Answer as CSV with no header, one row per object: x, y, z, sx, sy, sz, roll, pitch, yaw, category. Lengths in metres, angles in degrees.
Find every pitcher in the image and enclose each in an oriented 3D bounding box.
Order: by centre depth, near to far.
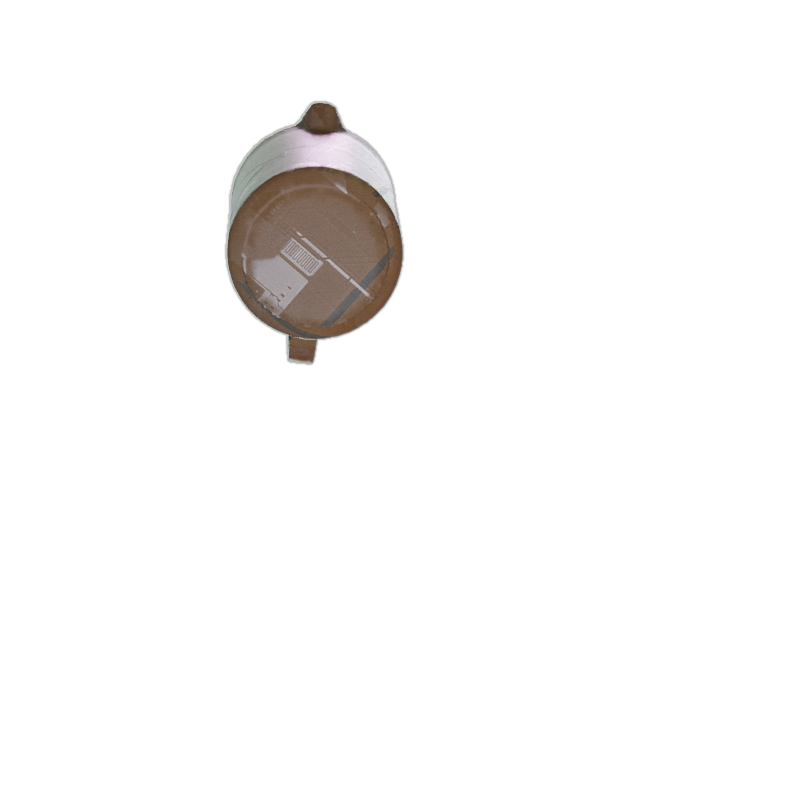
-0.061,-0.112,0.784,0.144,0.145,0.251,-37,14,7,pitcher
